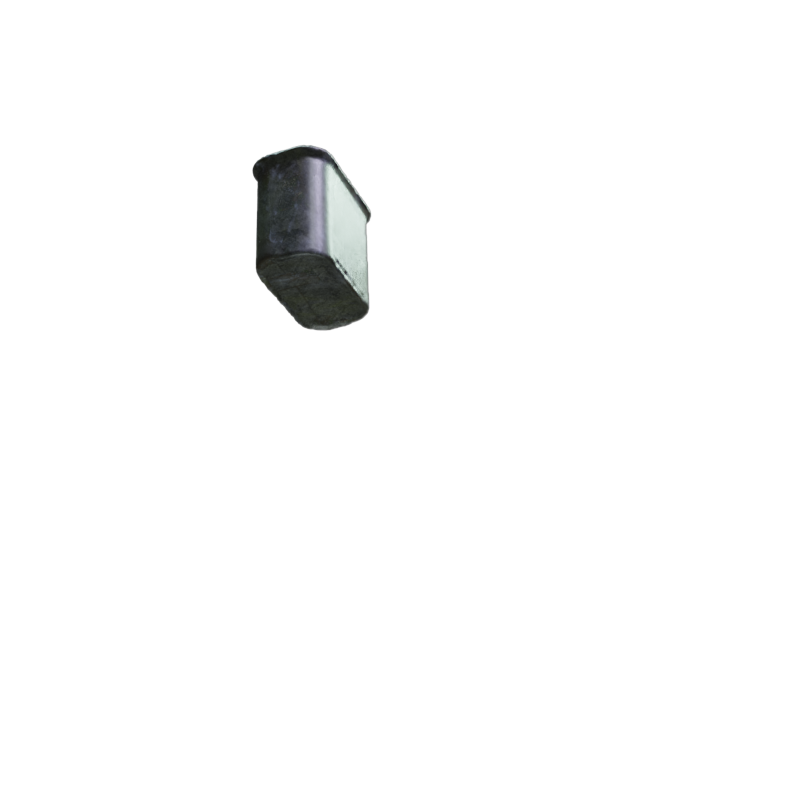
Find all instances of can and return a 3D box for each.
[{"bbox_3d":[-0.058,-0.106,0.744,0.058,0.089,0.094,-13,-32,18],"label":"can"}]
